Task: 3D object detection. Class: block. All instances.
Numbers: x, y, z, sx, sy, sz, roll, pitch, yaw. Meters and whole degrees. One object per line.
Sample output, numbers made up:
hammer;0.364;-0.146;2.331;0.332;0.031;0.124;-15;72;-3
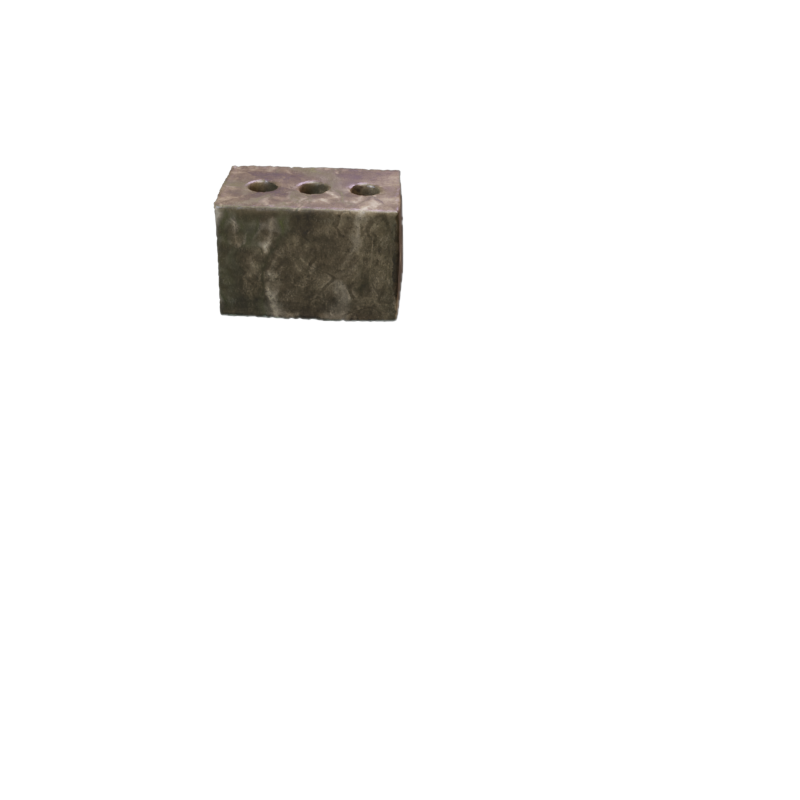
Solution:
block;-0.037;-0.068;0.478;0.078;0.049;0.055;2;26;3
